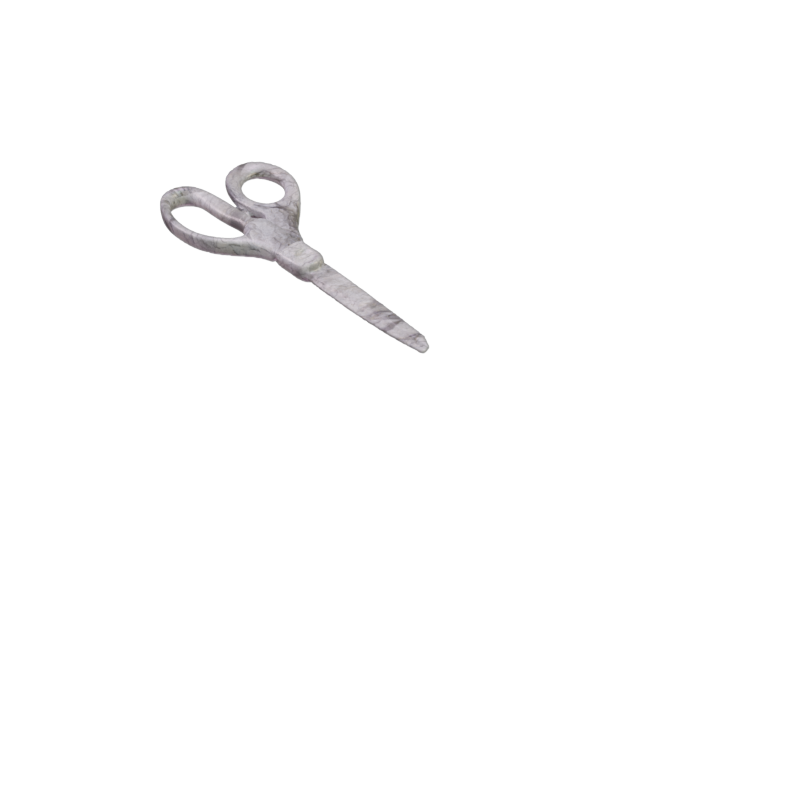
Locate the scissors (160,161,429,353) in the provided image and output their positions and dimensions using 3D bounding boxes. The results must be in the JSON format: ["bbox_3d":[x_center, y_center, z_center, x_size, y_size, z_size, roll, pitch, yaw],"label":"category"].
[{"bbox_3d":[-0.052,-0.095,0.668,0.211,0.015,0.099,23,49,22],"label":"scissors"}]
